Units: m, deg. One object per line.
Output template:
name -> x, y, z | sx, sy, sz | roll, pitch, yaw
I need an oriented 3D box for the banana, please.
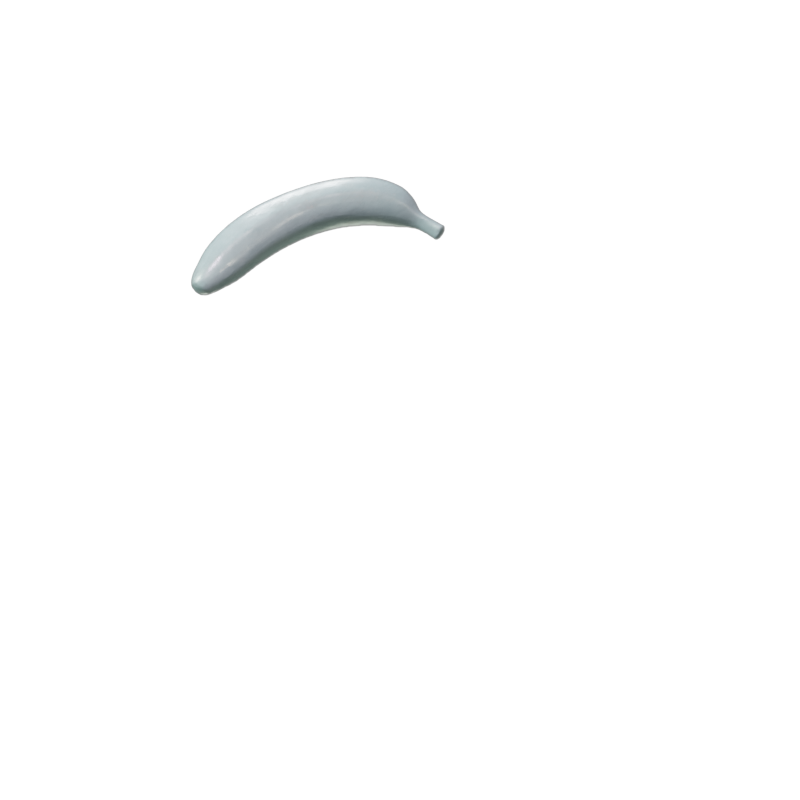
banana -> -0.068, -0.129, 0.822 | 0.196, 0.034, 0.075 | -17, 47, -17
